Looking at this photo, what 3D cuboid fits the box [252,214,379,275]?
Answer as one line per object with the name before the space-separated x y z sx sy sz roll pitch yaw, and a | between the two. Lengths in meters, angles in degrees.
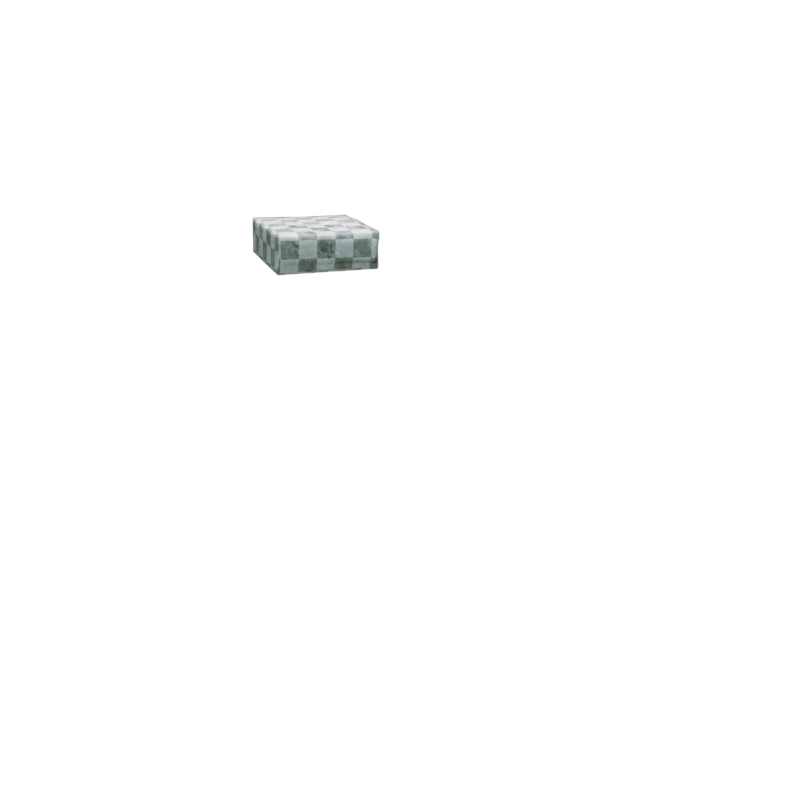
box | -0.062 -0.113 0.793 0.072 0.029 0.094 -5 17 -16
